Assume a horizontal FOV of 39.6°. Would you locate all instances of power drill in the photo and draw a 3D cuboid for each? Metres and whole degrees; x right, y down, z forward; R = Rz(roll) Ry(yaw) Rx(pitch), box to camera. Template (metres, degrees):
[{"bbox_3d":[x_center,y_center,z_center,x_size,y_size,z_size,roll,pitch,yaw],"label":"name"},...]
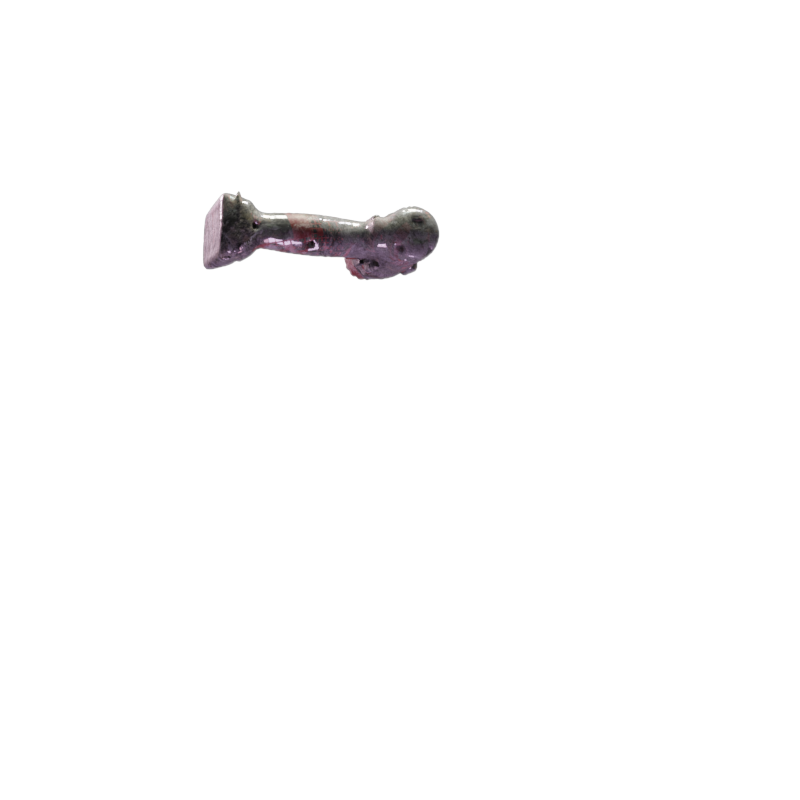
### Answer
[{"bbox_3d":[-0.077,-0.140,0.980,0.184,0.058,0.185,1,-4,-15],"label":"power drill"}]
